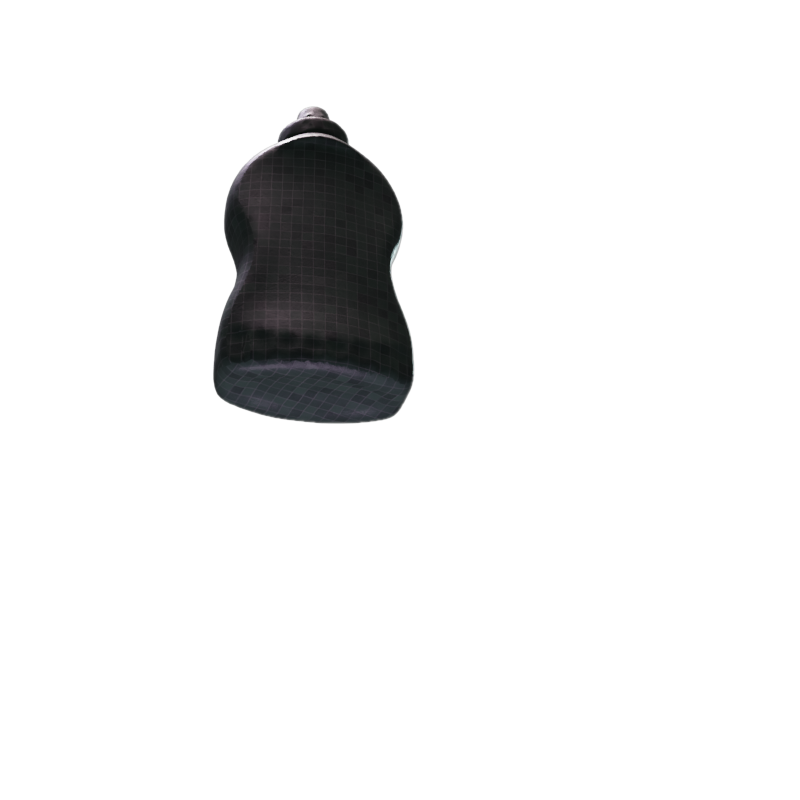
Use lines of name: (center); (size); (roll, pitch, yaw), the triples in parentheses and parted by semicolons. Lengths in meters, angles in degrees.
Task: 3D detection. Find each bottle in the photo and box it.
bottle: (-0.046, -0.084, 0.589); (0.095, 0.205, 0.055); (4, -36, -10)
